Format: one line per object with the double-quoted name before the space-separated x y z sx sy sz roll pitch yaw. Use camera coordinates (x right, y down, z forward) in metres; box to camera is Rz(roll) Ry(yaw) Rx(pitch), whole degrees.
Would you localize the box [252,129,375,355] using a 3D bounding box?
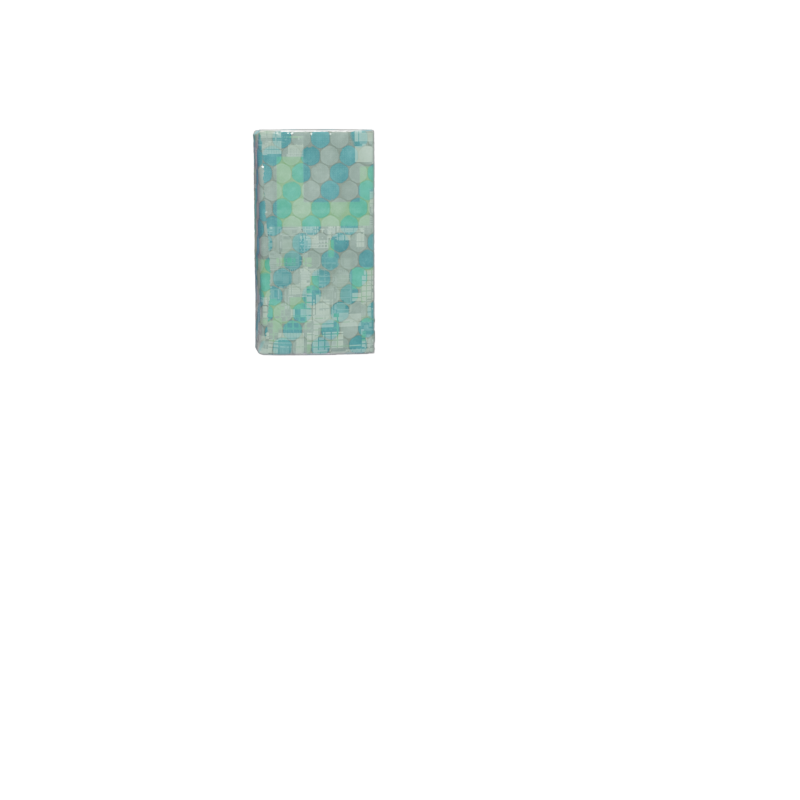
"box" -0.068 -0.125 0.873 0.092 0.175 0.049 -1 3 -11
